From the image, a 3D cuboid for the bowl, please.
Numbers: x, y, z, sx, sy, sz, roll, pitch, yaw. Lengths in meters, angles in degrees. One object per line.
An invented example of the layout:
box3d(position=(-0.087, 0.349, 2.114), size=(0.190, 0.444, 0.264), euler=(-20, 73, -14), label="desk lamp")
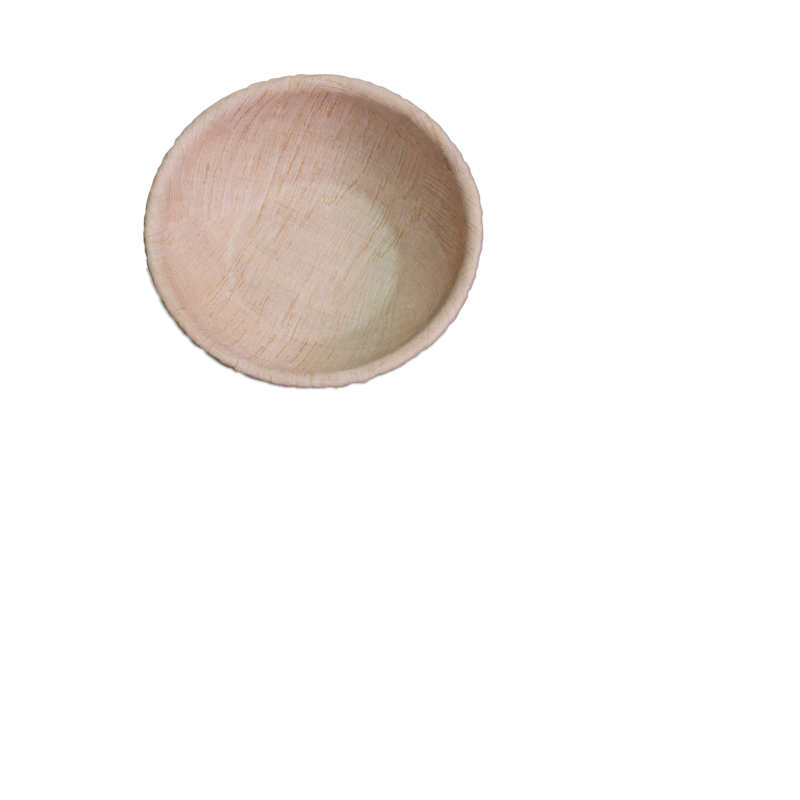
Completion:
box3d(position=(-0.043, -0.078, 0.549), size=(0.162, 0.170, 0.052), euler=(-1, -20, -1), label="bowl")
